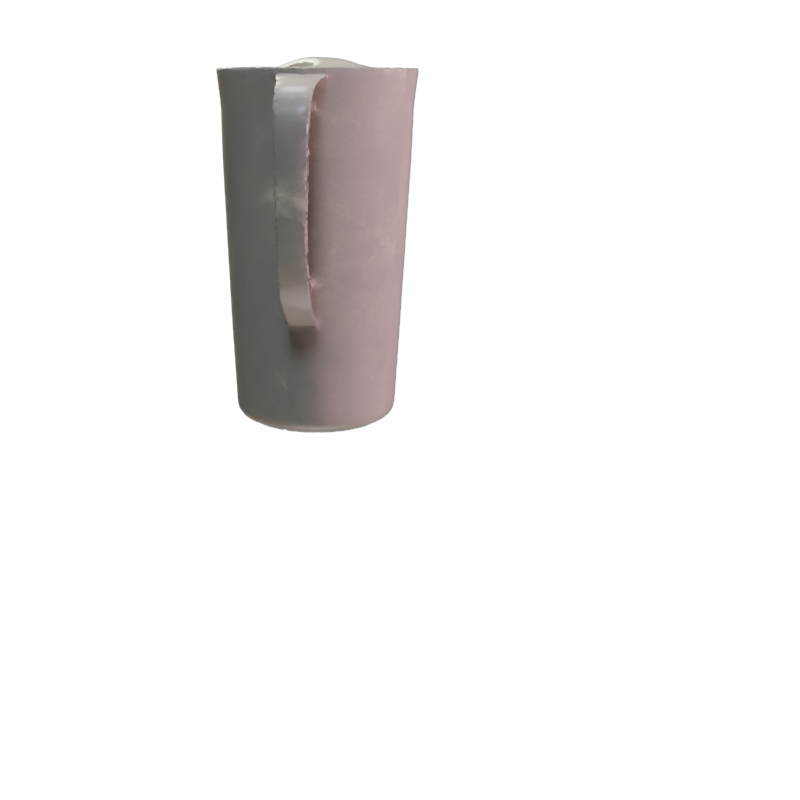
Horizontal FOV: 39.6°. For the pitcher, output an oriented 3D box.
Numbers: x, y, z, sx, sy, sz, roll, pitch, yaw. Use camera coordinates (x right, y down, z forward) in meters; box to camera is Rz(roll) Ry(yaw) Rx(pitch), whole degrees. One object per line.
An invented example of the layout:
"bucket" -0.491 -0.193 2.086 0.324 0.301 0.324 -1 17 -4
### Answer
"pitcher" -0.058 -0.105 0.738 0.145 0.238 0.152 -7 12 -39
